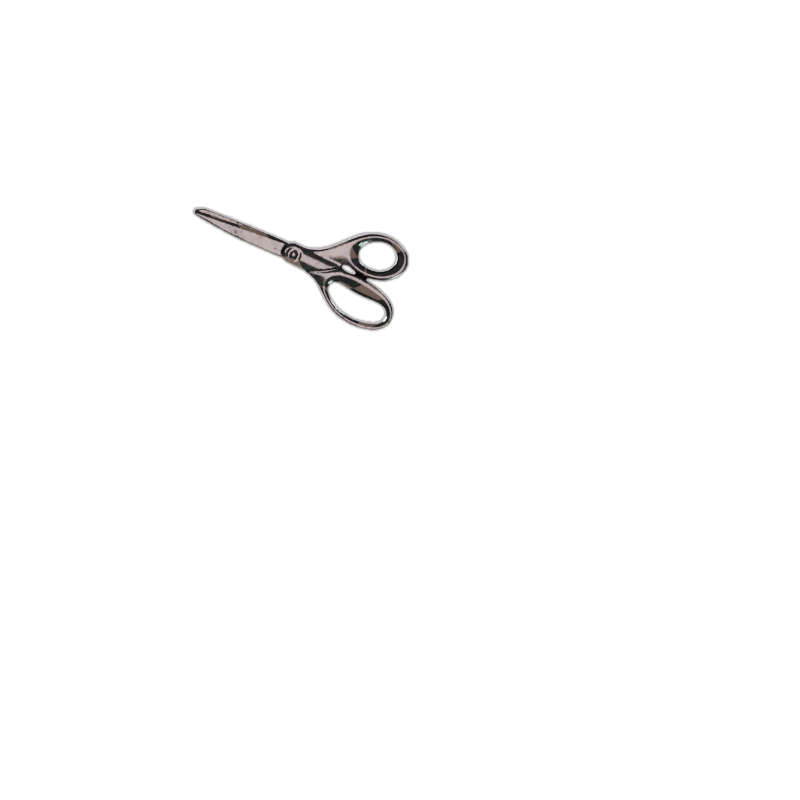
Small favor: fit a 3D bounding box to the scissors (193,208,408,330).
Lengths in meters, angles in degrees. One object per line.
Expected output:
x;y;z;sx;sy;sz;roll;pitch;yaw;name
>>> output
-0.078;-0.143;0.999;0.199;0.096;0.016;39;6;-5;scissors
